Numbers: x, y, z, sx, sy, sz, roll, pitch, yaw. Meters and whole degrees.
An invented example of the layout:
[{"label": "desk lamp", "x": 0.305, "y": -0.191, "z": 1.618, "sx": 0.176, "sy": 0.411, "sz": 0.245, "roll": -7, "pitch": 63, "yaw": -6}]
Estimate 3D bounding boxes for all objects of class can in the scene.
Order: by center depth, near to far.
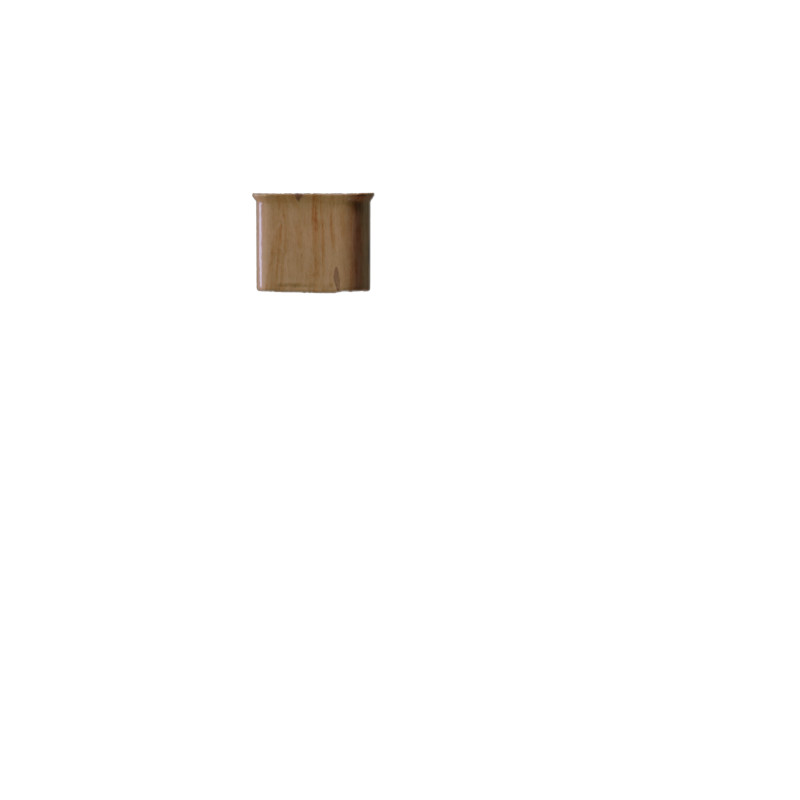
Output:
[{"label": "can", "x": -0.074, "y": -0.135, "z": 0.946, "sx": 0.104, "sy": 0.083, "sz": 0.057, "roll": 2, "pitch": 6, "yaw": 16}]
